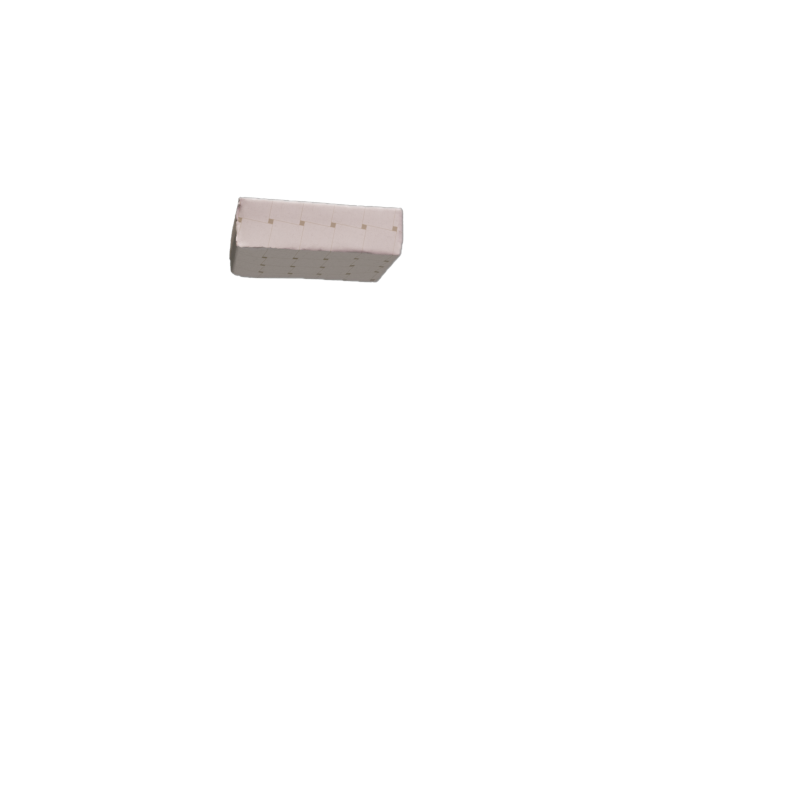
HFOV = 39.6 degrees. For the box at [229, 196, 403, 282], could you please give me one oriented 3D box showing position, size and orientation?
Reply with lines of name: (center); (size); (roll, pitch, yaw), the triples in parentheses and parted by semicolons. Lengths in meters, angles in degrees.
box: (-0.060, -0.110, 0.770); (0.112, 0.040, 0.088); (1, -8, -9)
